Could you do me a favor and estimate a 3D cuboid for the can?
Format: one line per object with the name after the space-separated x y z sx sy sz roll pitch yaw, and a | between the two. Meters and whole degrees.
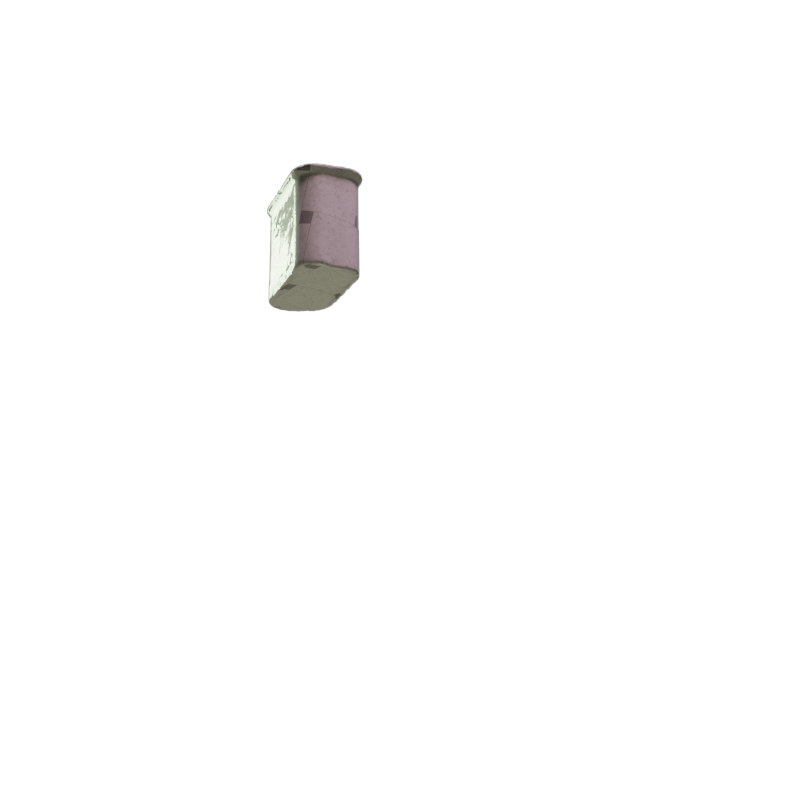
-0.068 -0.124 0.867 0.056 0.088 0.100 7 -21 -21 | can
